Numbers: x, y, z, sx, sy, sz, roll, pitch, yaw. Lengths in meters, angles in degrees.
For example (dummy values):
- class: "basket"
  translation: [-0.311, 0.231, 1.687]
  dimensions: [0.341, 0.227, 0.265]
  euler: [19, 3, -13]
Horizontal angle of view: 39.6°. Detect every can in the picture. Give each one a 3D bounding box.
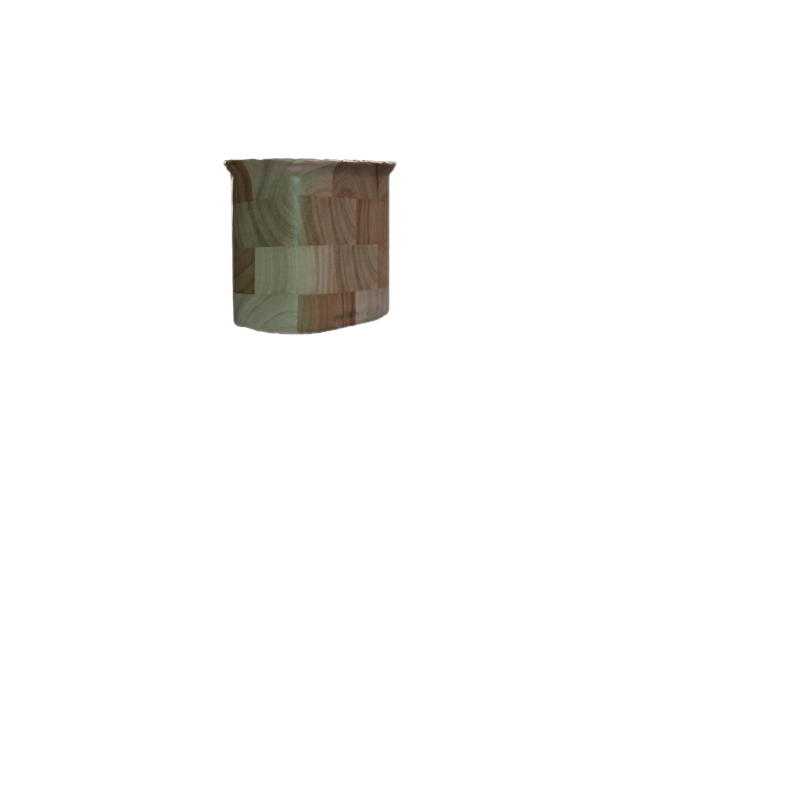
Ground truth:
- class: "can"
  translation: [-0.045, -0.081, 0.569]
  dimensions: [0.060, 0.083, 0.100]
  euler: [3, 8, 28]
